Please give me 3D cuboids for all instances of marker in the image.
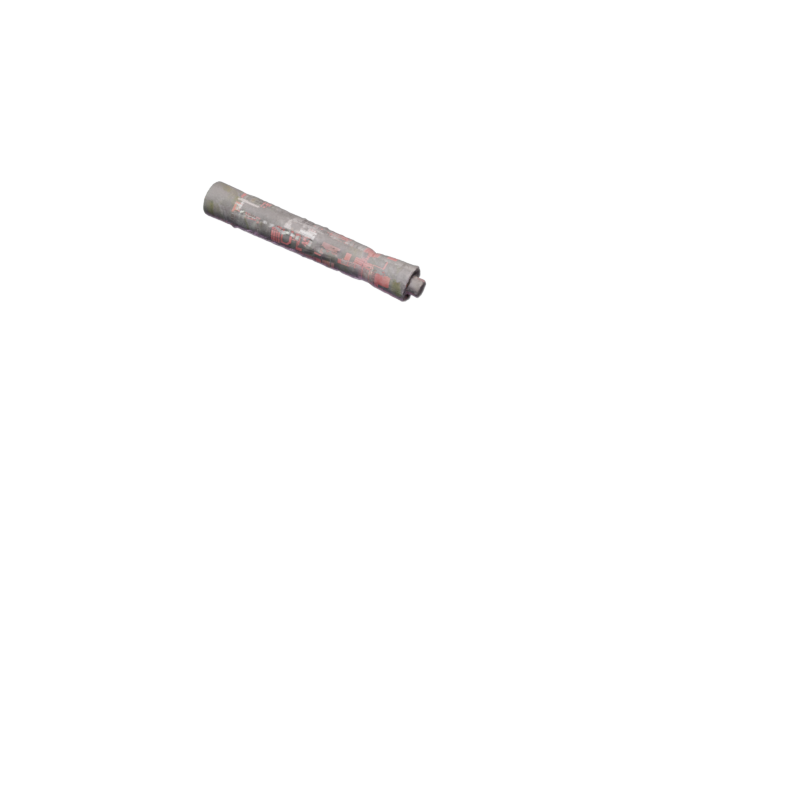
[{"bbox_3d":[-0.043,-0.079,0.551,0.126,0.019,0.019,26,12,19],"label":"marker"}]
